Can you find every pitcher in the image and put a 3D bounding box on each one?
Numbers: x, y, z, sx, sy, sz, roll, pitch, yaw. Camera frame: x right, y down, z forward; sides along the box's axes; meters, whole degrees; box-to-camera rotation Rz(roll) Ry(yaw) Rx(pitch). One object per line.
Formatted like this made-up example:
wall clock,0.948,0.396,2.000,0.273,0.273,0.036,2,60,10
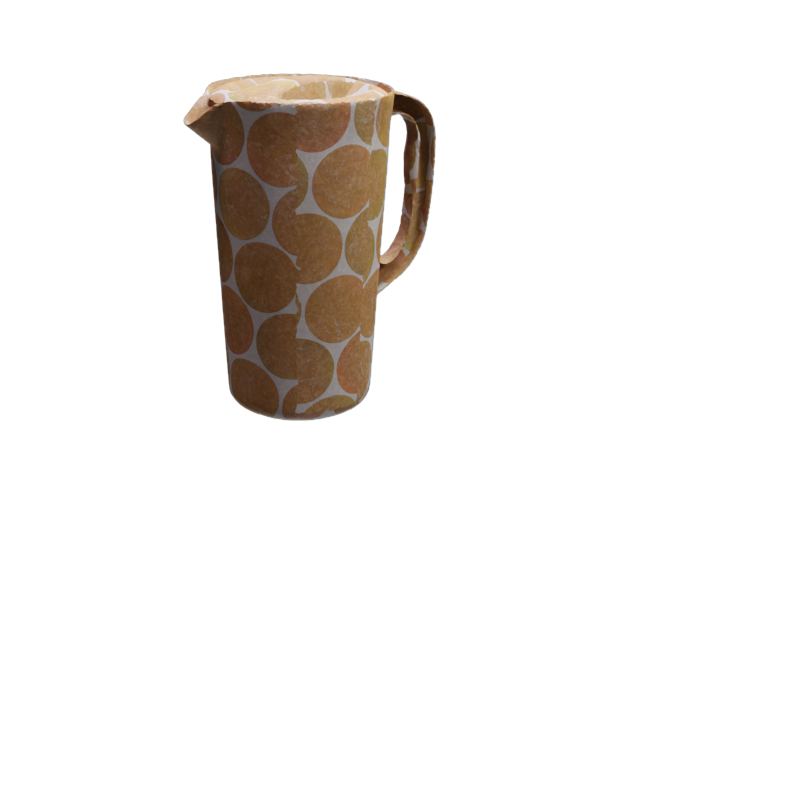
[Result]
pitcher,-0.064,-0.116,0.813,0.153,0.233,0.147,8,21,17
